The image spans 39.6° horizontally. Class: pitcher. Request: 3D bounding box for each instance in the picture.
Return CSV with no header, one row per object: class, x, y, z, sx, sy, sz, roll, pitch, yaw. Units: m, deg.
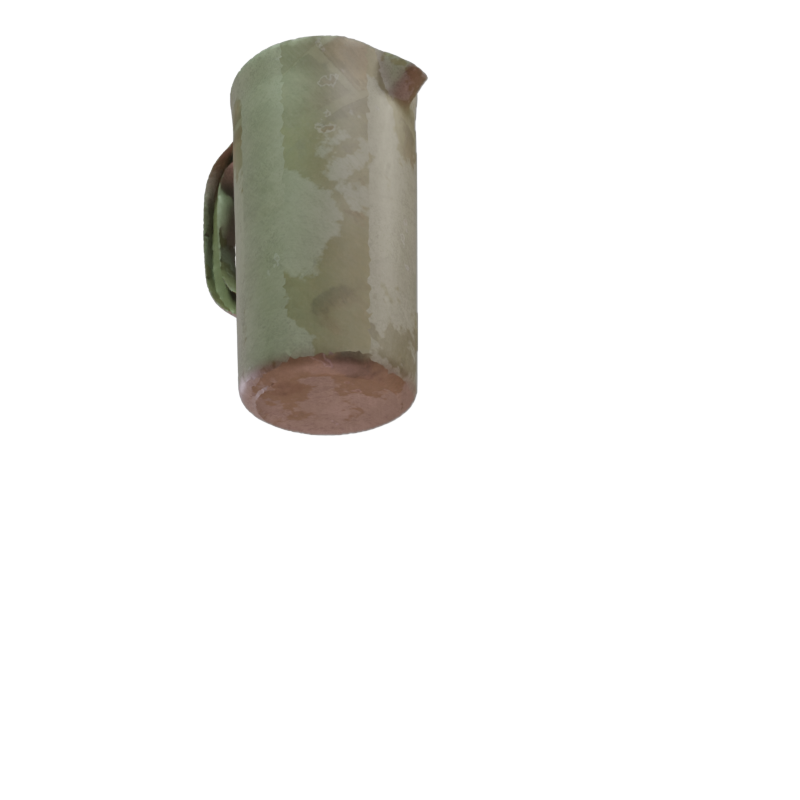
pitcher,-0.057,-0.104,0.729,0.143,0.259,0.142,3,-30,-9
